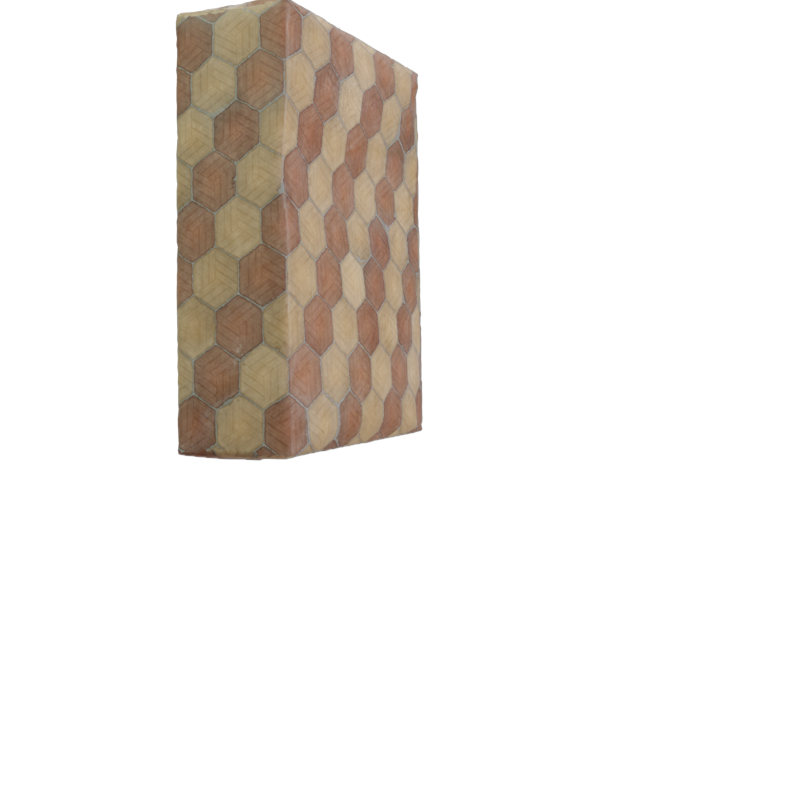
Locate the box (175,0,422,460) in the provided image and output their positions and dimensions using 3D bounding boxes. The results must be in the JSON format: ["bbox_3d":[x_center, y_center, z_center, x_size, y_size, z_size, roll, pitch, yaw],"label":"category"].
[{"bbox_3d":[-0.046,-0.083,0.582,0.074,0.216,0.158,-3,-4,24],"label":"box"}]
